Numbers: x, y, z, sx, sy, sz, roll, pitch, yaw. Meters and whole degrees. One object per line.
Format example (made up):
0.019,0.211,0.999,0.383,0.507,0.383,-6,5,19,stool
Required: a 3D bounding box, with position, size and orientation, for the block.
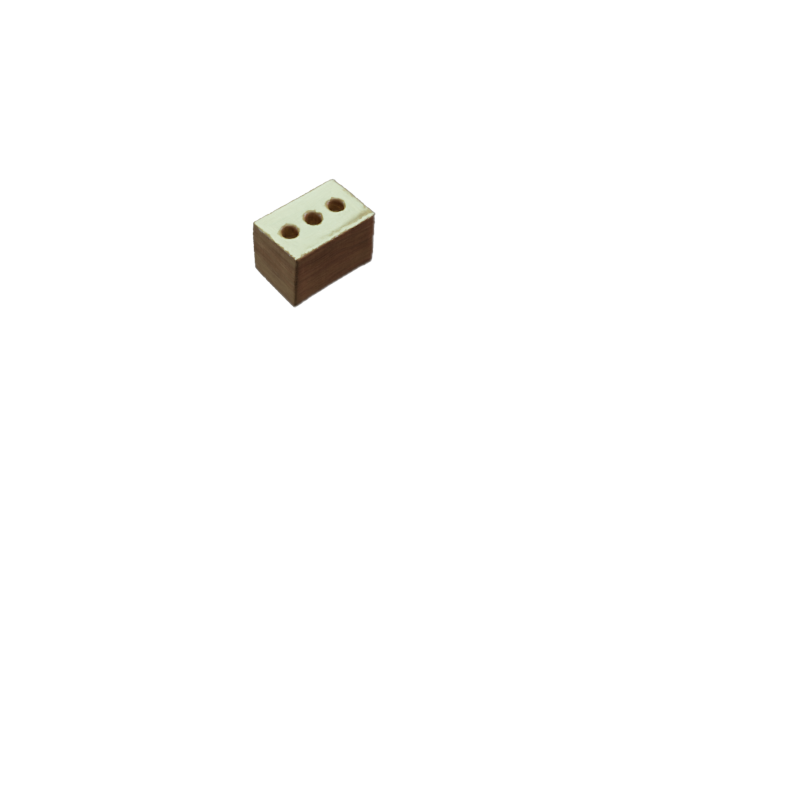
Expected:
-0.065,-0.118,0.829,0.078,0.048,0.056,-34,59,-26,block
